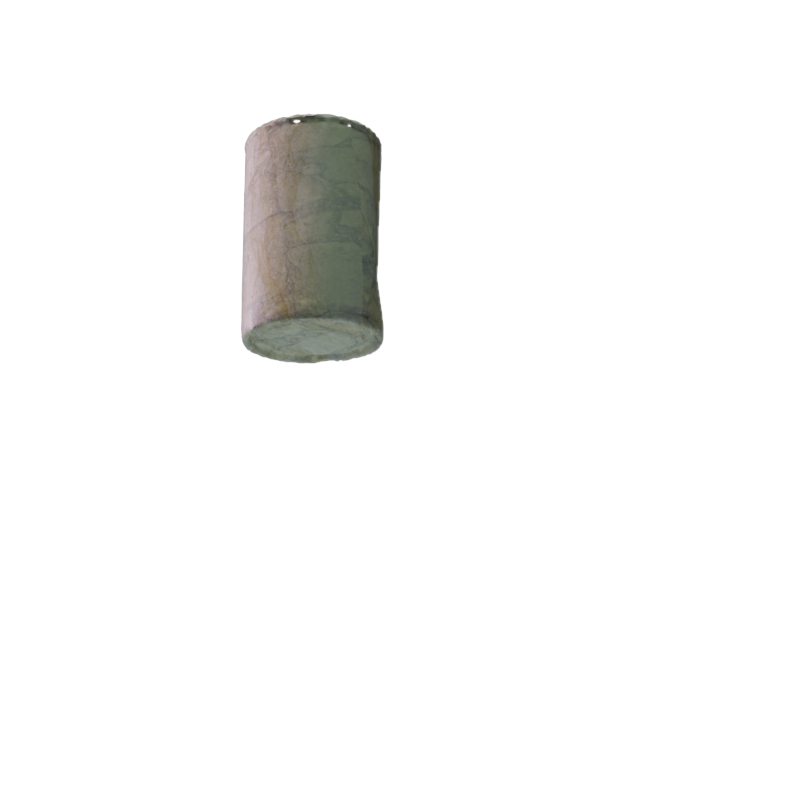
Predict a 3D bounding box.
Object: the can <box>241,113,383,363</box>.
[{"bbox_3d":[-0.041,-0.076,0.529,0.068,0.107,0.065,0,-21,-2],"label":"can"}]
